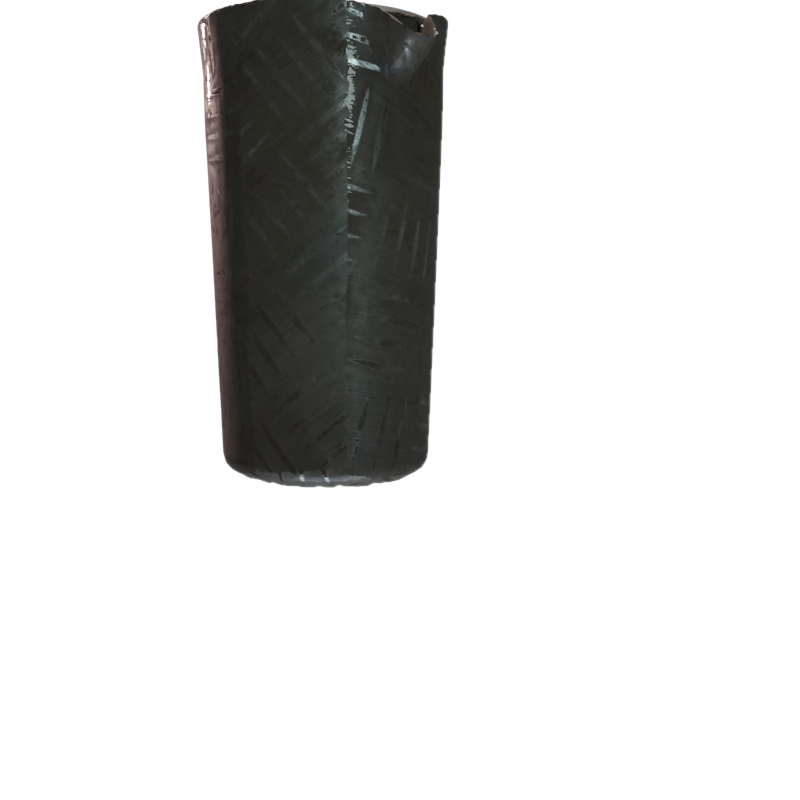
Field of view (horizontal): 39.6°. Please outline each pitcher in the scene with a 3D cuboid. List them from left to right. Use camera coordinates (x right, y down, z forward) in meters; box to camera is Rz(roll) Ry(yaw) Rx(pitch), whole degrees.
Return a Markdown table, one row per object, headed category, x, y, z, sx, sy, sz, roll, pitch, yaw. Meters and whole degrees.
| category | x | y | z | sx | sy | sz | roll | pitch | yaw |
| --- | --- | --- | --- | --- | --- | --- | --- | --- | --- |
| pitcher | -0.047 | -0.085 | 0.596 | 0.146 | 0.244 | 0.148 | 0 | 0 | 6 |
